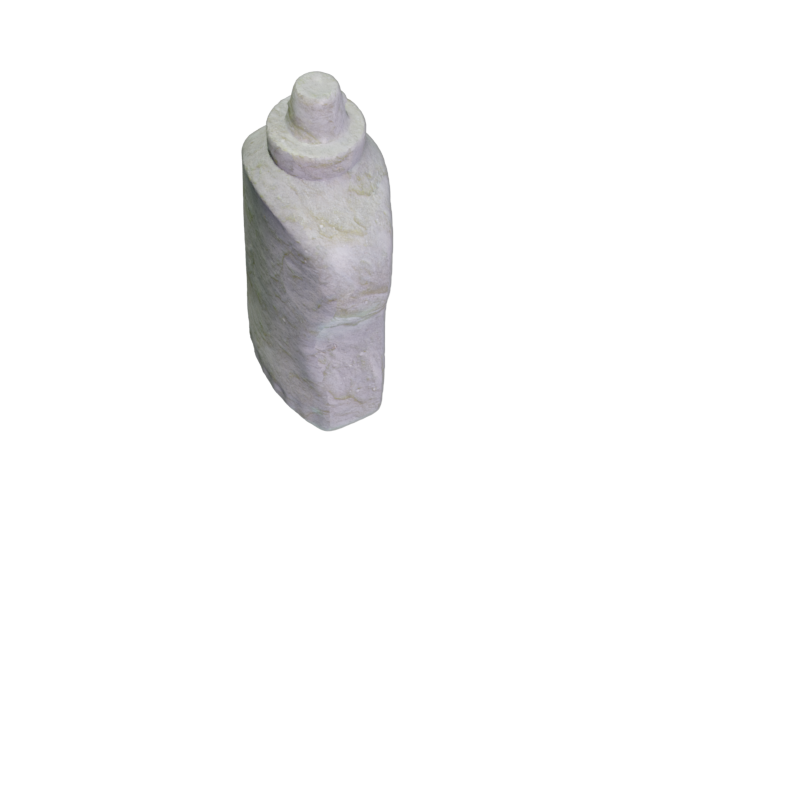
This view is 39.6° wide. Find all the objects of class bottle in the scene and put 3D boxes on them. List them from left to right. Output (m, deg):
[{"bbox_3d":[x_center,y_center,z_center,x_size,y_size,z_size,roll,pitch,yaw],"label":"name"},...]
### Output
[{"bbox_3d":[-0.039,-0.072,0.506,0.058,0.103,0.179,-20,-31,-17],"label":"bottle"}]
